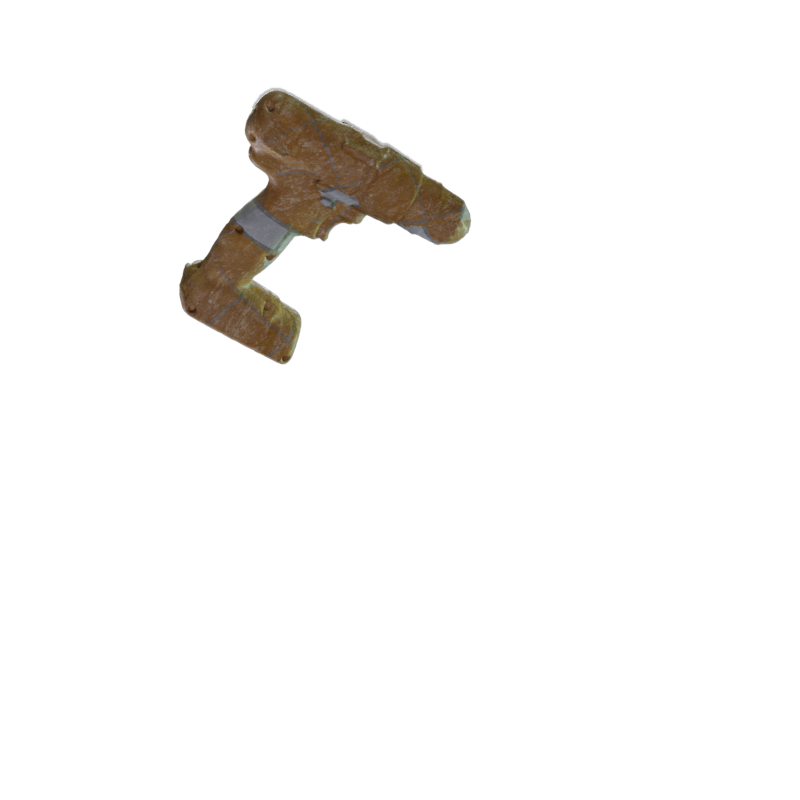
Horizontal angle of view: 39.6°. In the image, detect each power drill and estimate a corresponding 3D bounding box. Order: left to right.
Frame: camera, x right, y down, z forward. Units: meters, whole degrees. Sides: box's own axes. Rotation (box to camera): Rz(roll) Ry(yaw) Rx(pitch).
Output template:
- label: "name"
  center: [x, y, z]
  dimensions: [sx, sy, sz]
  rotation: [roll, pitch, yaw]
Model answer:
- label: "power drill"
  center: [-0.065, -0.119, 0.831]
  dimensions: [0.179, 0.183, 0.061]
  rotation: [30, 23, -15]
